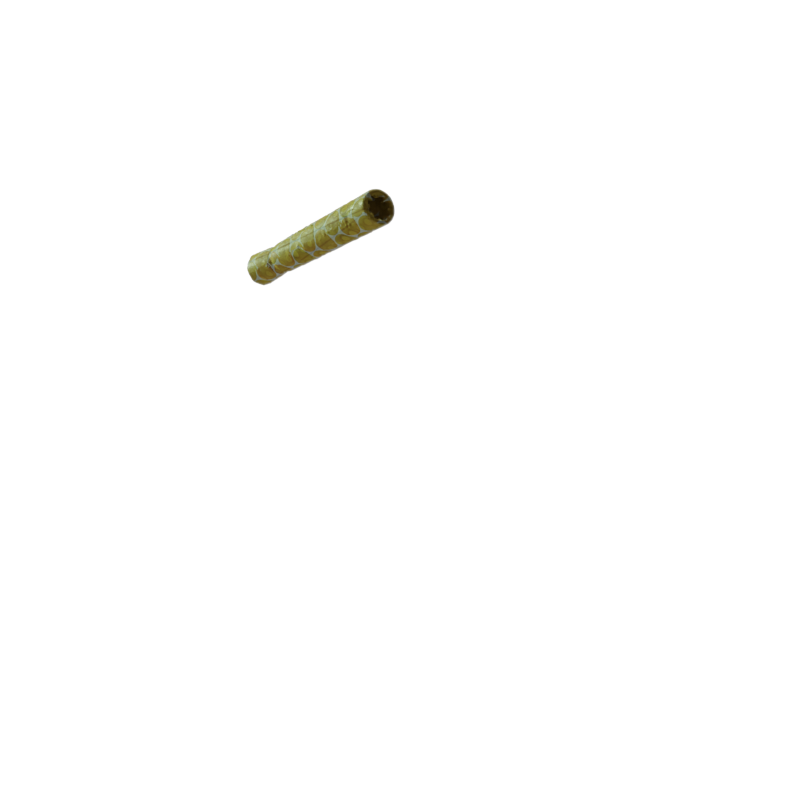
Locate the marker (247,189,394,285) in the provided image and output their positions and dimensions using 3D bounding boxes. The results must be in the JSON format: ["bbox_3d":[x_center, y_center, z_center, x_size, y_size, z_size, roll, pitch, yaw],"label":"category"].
[{"bbox_3d":[-0.046,-0.083,0.584,0.019,0.020,0.122,-3,-8,-37],"label":"marker"}]
